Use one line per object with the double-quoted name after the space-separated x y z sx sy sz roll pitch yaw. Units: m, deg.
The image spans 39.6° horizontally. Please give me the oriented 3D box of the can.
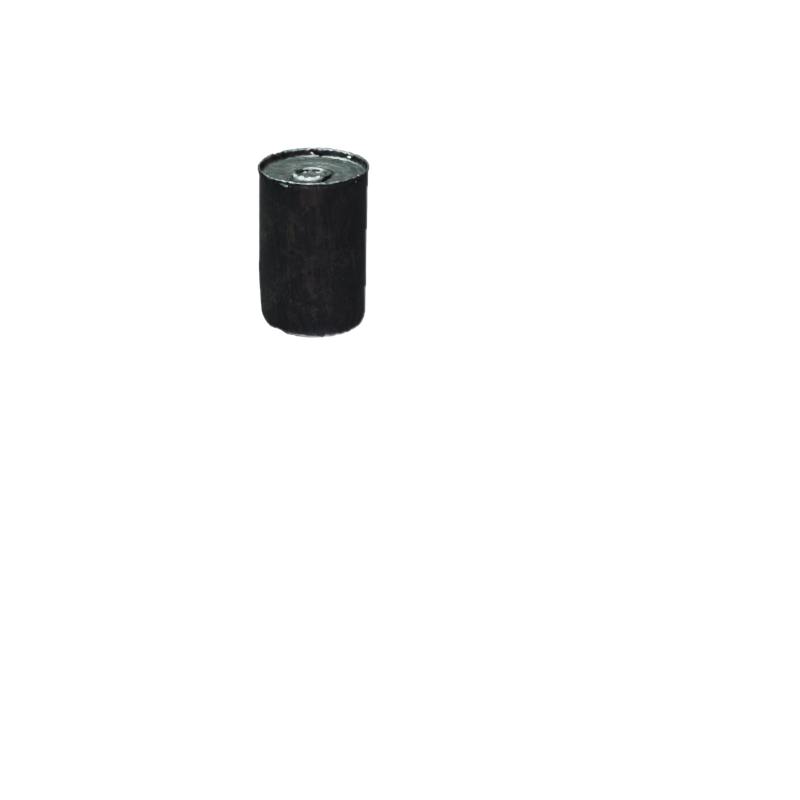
-0.054 -0.099 0.692 0.068 0.097 0.072 0 26 -2 "can"
